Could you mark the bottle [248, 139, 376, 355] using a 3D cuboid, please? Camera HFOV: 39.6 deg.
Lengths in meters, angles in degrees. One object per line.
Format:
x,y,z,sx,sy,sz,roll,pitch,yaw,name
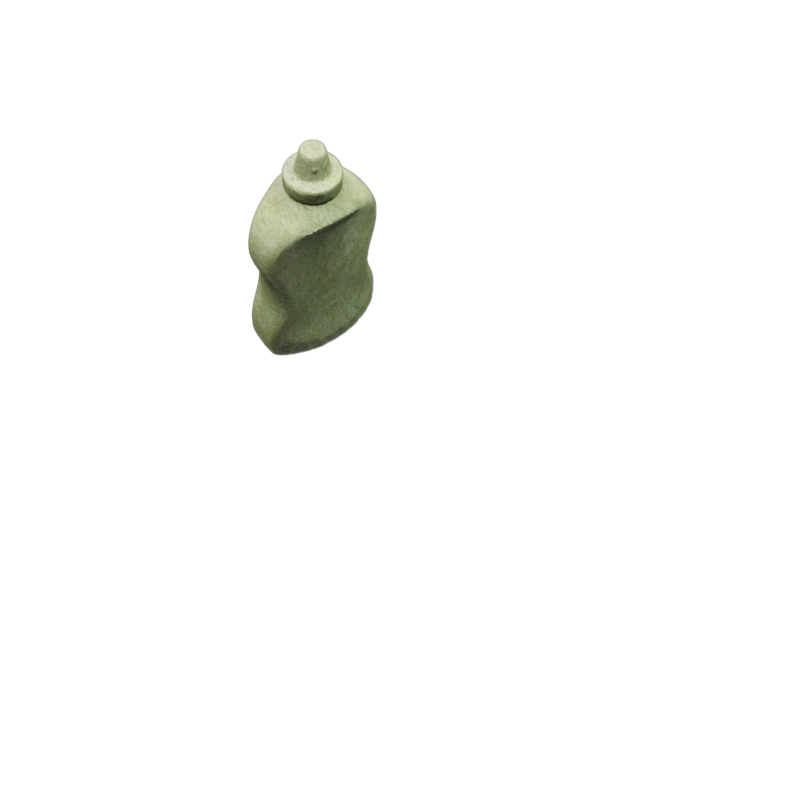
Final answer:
-0.062,-0.113,0.789,0.096,0.062,0.179,-28,-27,-20,bottle
